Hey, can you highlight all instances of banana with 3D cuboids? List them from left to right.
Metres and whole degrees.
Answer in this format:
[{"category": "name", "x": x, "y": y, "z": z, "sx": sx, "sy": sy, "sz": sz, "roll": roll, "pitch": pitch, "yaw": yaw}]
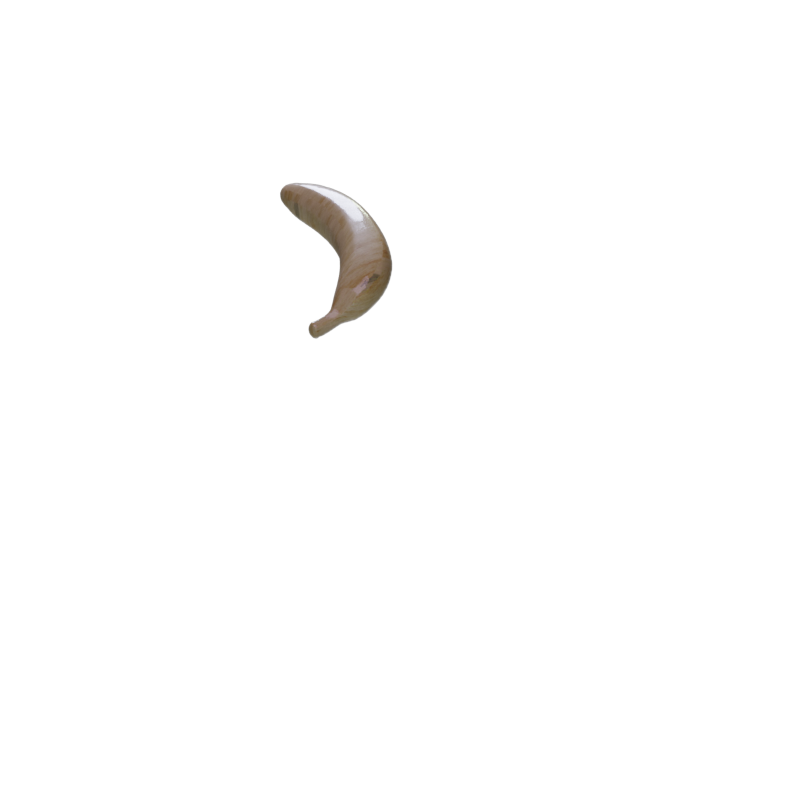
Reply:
[{"category": "banana", "x": -0.046, "y": -0.117, "z": 0.824, "sx": 0.069, "sy": 0.034, "sz": 0.213, "roll": -5, "pitch": 36, "yaw": -8}]
